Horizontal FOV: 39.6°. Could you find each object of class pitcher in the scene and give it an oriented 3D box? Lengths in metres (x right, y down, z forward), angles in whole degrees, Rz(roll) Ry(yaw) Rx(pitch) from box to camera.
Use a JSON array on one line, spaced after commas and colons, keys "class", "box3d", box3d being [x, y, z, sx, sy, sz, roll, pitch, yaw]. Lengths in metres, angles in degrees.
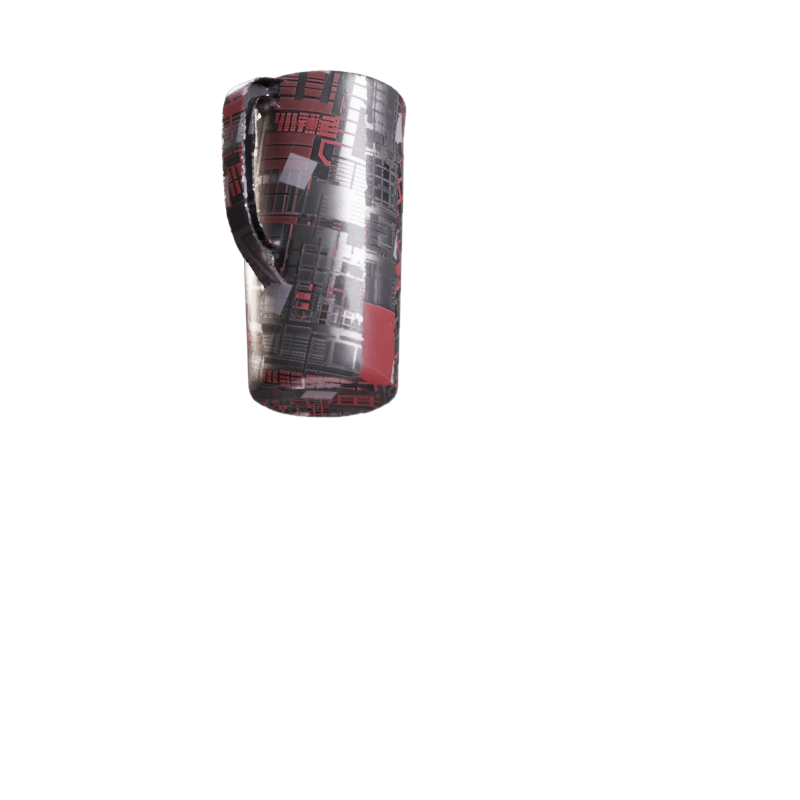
[{"class": "pitcher", "box3d": [-0.065, -0.119, 0.831, 0.147, 0.255, 0.140, 2, -20, -10]}]
